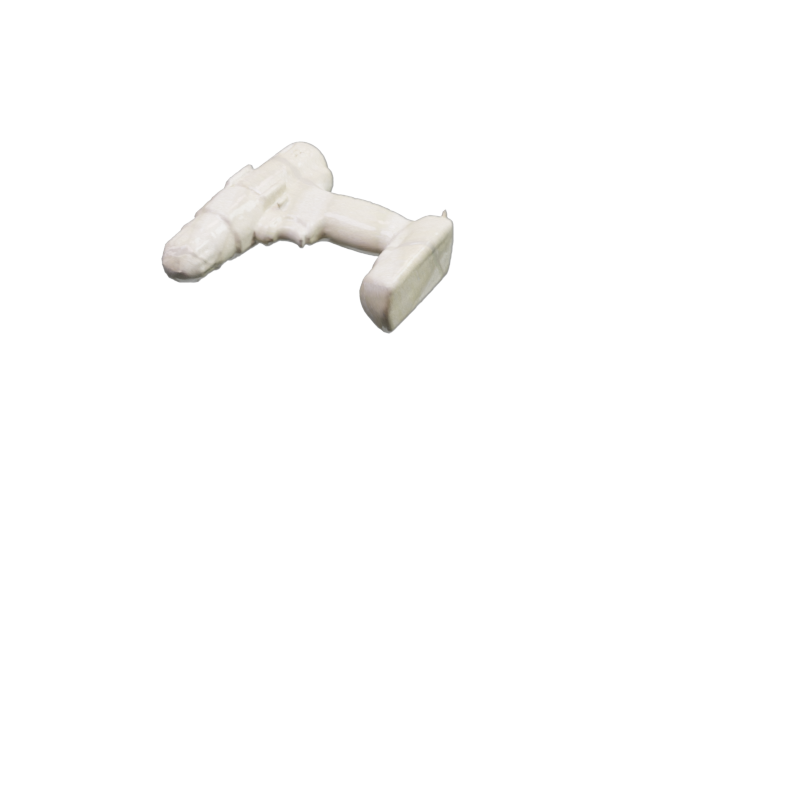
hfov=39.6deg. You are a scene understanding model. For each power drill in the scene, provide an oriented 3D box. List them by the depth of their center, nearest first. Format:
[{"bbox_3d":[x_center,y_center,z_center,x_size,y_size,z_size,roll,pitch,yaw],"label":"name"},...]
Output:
[{"bbox_3d":[-0.068,-0.124,0.867,0.197,0.053,0.188,26,51,23],"label":"power drill"}]
